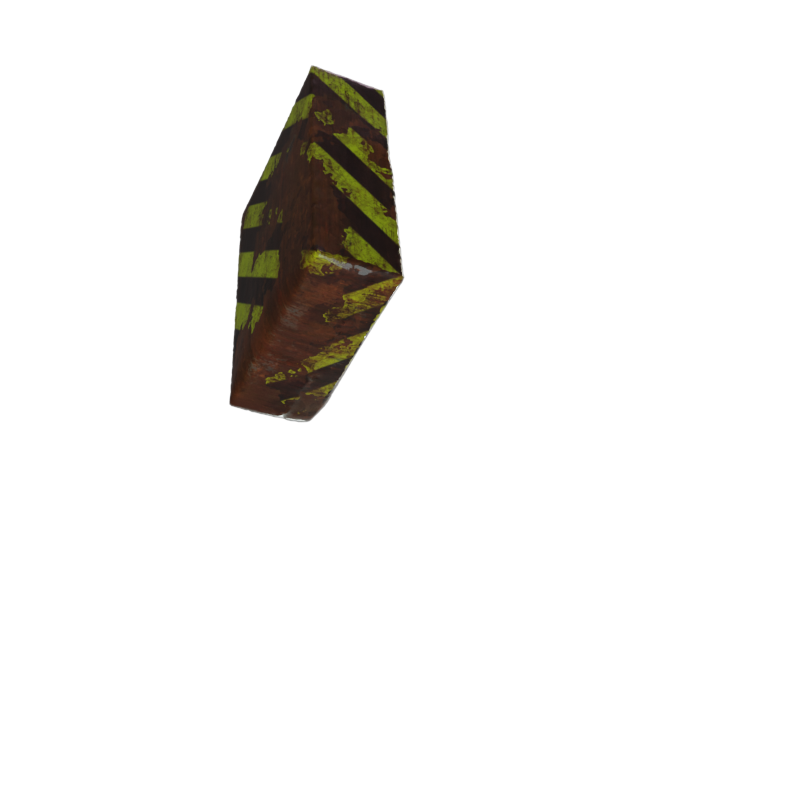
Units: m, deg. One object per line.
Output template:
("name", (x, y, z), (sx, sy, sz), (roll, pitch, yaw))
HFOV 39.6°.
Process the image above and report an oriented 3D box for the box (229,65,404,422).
("box", (-0.064, -0.117, 0.821), (0.069, 0.230, 0.158), (16, -48, -20))
